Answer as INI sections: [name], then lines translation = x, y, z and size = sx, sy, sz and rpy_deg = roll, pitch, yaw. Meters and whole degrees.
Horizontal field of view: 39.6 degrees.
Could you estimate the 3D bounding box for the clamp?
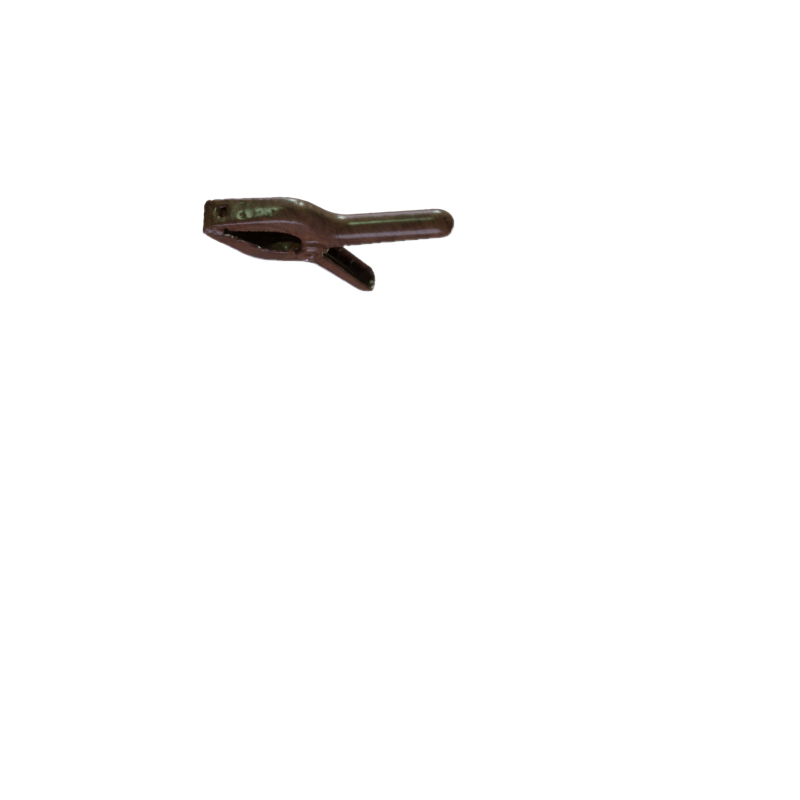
[clamp]
translation = -0.078, -0.142, 0.998
size = 0.205, 0.038, 0.161
rpy_deg = 6, -19, -18
